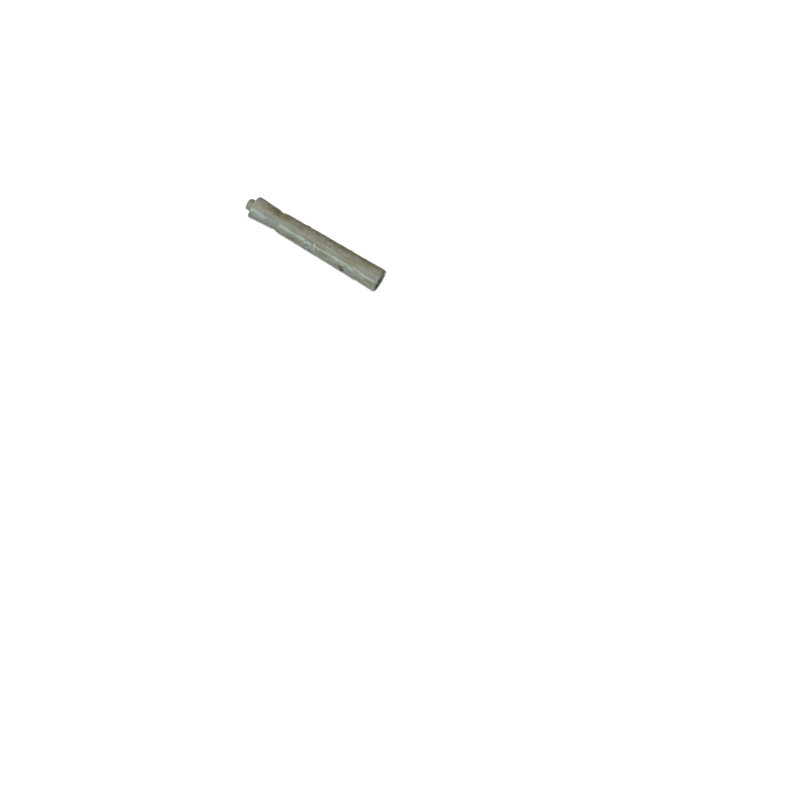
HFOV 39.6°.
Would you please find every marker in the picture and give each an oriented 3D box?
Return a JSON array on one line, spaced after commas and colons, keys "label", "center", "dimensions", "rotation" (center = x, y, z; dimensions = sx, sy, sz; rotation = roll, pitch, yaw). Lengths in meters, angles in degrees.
[{"label": "marker", "center": [-0.067, -0.122, 0.852], "dimensions": [0.125, 0.019, 0.019], "rotation": [32, 10, 13]}]
